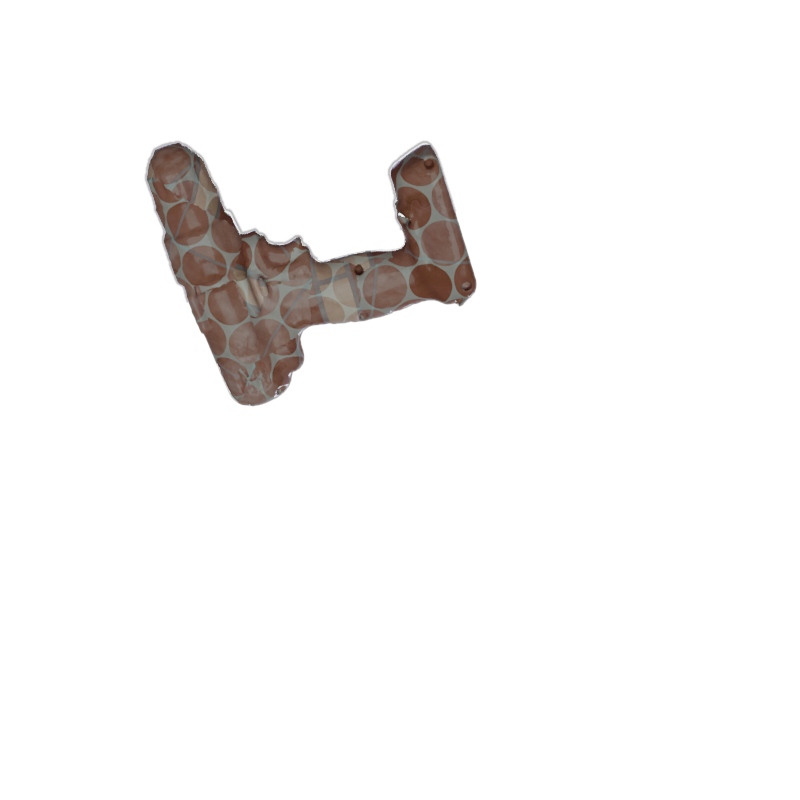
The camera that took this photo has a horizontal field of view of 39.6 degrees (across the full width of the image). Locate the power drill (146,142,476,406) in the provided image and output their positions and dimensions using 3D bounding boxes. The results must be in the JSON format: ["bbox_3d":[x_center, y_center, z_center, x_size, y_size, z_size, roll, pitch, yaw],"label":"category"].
[{"bbox_3d":[-0.057,-0.104,0.727,0.188,0.177,0.060,-18,17,5],"label":"power drill"}]
